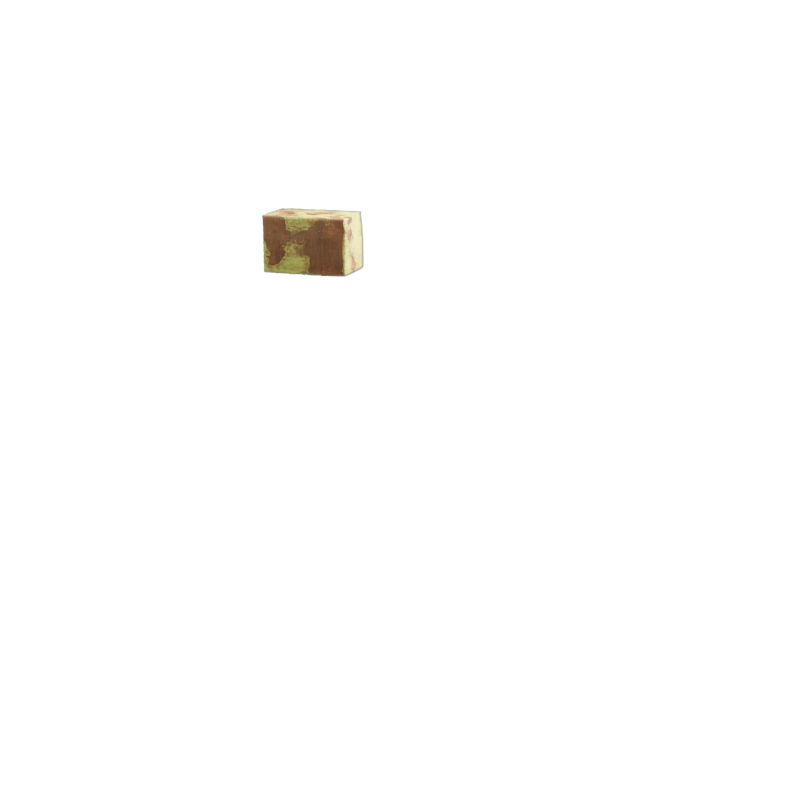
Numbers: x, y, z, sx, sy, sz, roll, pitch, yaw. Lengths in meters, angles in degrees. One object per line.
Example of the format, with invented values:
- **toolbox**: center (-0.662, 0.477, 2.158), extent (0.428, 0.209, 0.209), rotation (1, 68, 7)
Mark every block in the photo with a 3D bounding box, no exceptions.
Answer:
- **block**: center (-0.076, -0.139, 0.972), extent (0.080, 0.050, 0.053), rotation (5, 13, 17)
